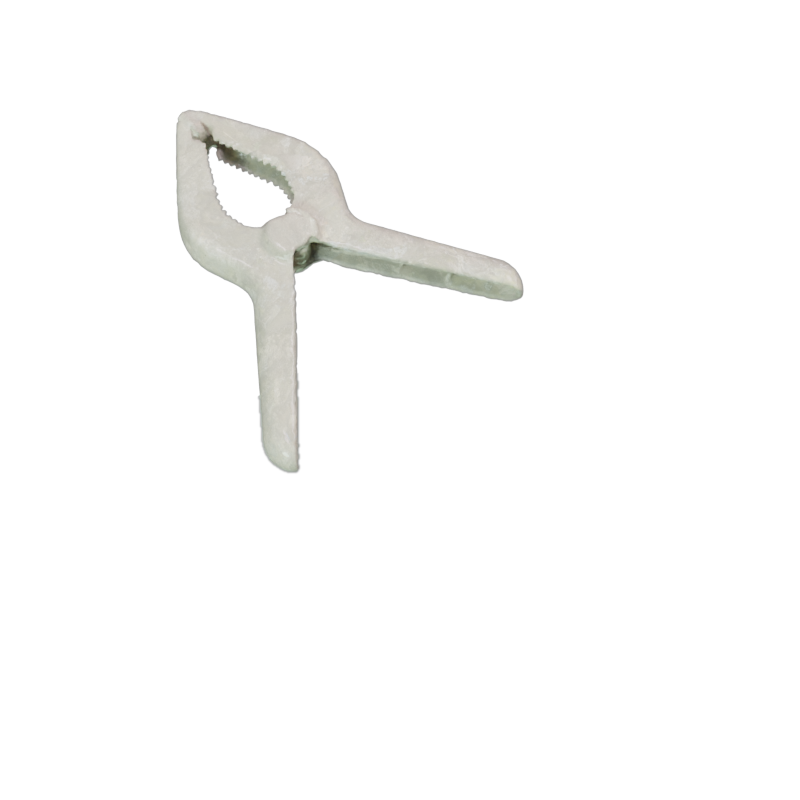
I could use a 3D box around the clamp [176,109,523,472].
[{"bbox_3d":[-0.048,-0.087,0.608,0.164,0.222,0.034,-30,-23,-14],"label":"clamp"}]
